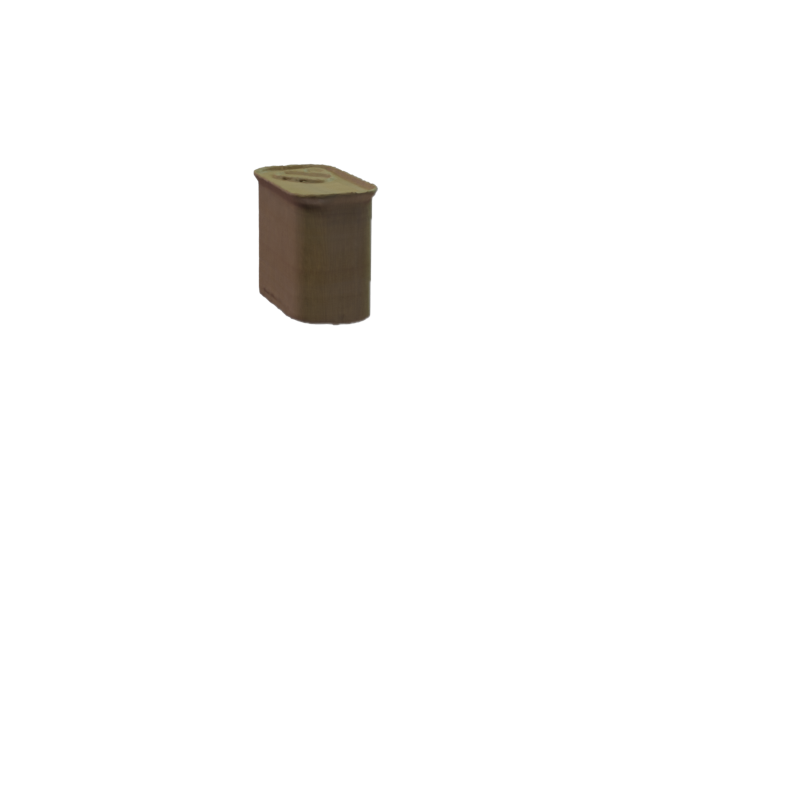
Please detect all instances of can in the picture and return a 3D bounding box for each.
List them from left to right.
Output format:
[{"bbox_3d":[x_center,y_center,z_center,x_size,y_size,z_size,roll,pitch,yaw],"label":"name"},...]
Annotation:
[{"bbox_3d":[-0.056,-0.101,0.710,0.056,0.081,0.108,-7,20,-23],"label":"can"}]
